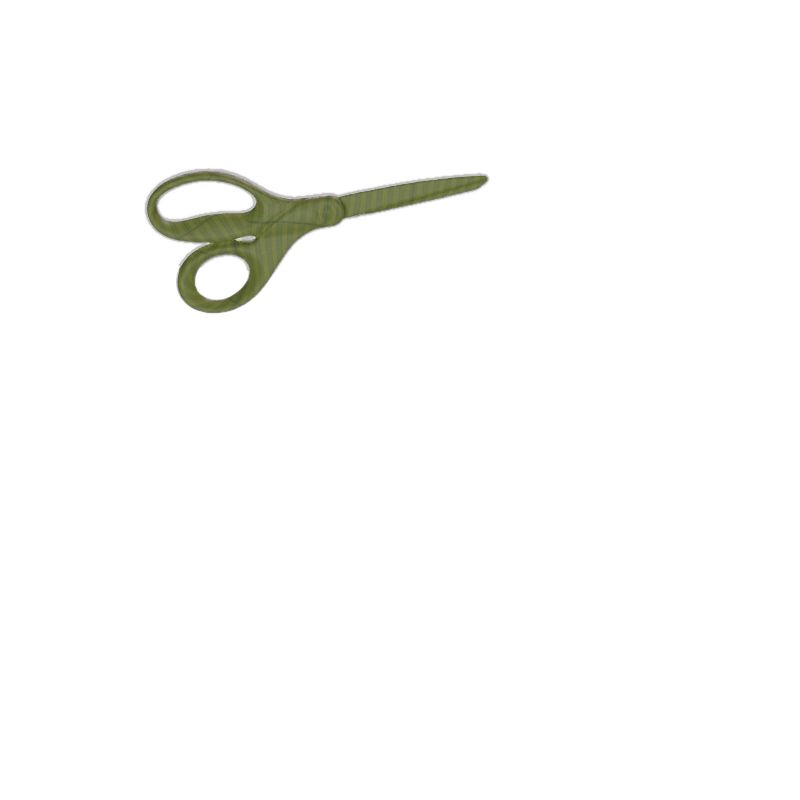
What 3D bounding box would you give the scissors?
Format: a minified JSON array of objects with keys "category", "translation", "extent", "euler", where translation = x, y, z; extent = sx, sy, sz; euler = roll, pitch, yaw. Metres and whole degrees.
[{"category":"scissors","translation":[-0.052,-0.095,0.667],"extent":[0.201,0.093,0.016],"euler":[4,16,-1]}]
